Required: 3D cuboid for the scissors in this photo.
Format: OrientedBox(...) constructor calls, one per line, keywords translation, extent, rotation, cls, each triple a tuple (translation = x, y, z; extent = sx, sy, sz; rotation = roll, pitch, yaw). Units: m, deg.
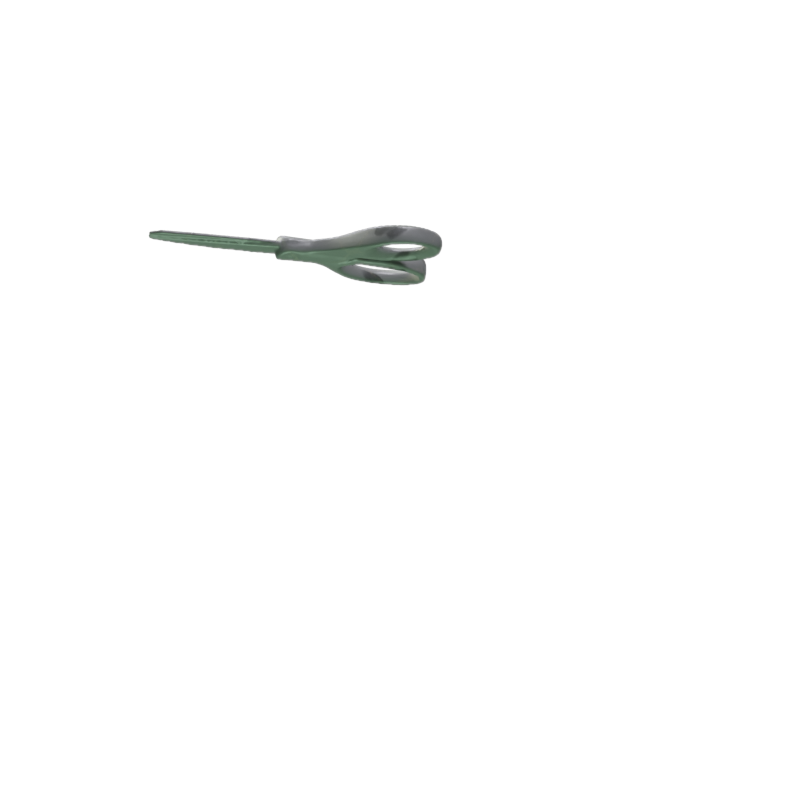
OrientedBox(translation=(-0.059, -0.107, 0.752), extent=(0.193, 0.016, 0.096), rotation=(9, -17, -30), cls="scissors")
